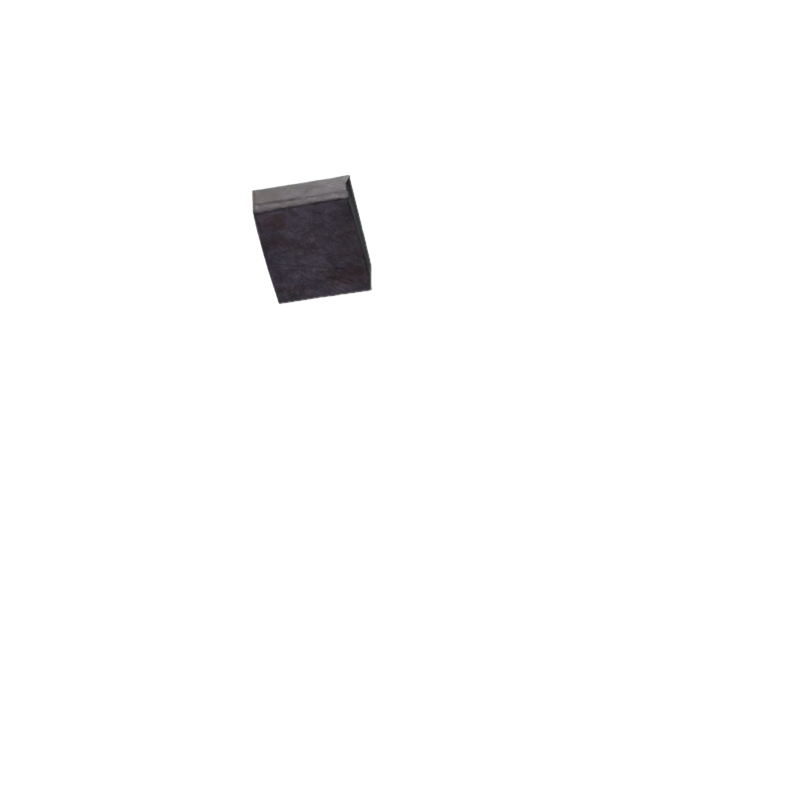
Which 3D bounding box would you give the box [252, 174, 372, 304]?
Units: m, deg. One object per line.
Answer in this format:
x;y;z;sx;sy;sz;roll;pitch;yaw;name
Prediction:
-0.078;-0.142;0.997;0.090;0.105;0.042;-8;44;7;box
